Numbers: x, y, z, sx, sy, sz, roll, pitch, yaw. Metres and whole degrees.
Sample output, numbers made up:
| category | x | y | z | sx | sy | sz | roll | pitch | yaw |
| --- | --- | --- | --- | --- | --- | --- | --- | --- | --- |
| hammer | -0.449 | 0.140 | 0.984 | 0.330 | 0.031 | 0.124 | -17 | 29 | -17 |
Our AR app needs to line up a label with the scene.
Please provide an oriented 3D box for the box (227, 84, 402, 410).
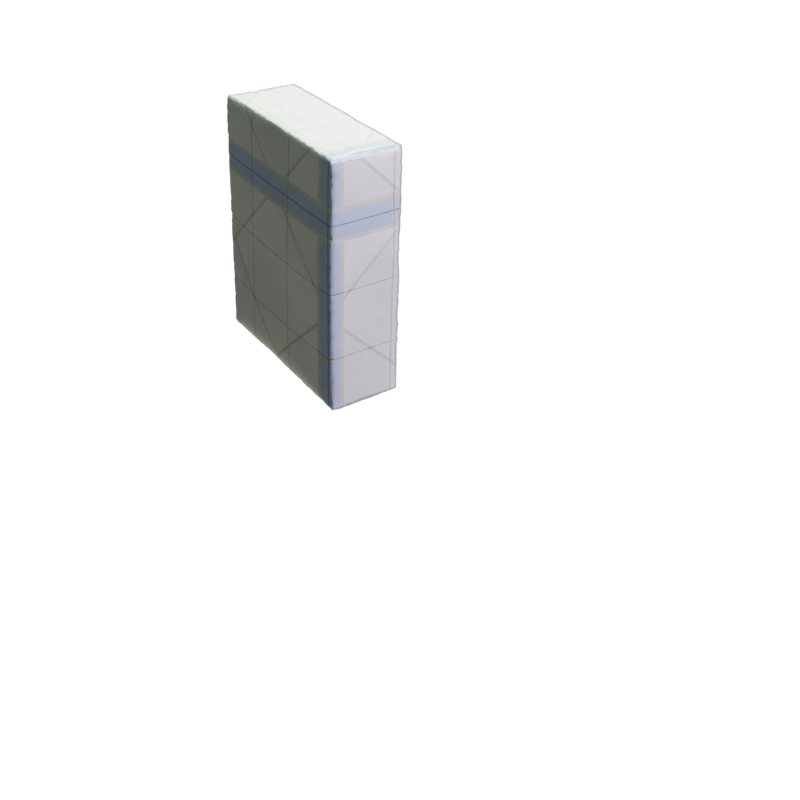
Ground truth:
| category | x | y | z | sx | sy | sz | roll | pitch | yaw |
| --- | --- | --- | --- | --- | --- | --- | --- | --- | --- |
| box | -0.070 | -0.127 | 0.889 | 0.071 | 0.201 | 0.177 | -16 | 35 | -29 |
